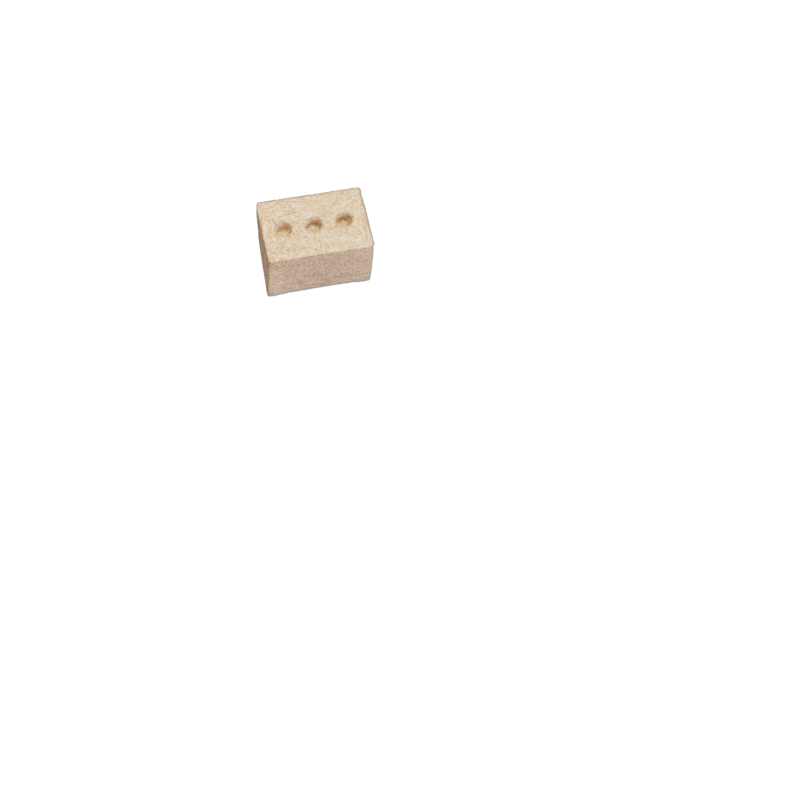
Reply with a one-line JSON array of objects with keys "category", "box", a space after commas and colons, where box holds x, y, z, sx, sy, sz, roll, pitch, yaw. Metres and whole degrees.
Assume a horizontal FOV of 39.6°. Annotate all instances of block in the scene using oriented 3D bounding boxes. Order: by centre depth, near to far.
[{"category": "block", "box": [-0.063, -0.114, 0.802, 0.077, 0.056, 0.048, -10, -26, -7]}]
